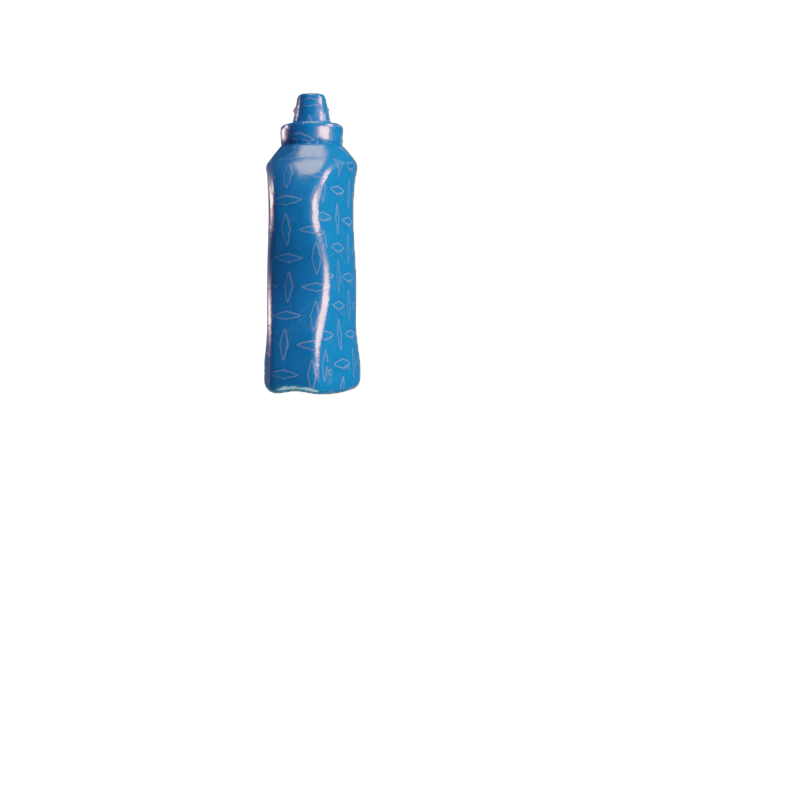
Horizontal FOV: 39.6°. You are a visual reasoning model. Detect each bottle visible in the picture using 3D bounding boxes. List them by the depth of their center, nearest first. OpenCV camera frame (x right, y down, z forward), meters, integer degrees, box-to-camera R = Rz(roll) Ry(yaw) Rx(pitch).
[{"bbox_3d":[-0.057,-0.102,0.718,0.059,0.193,0.094,-1,-2,14],"label":"bottle"}]
